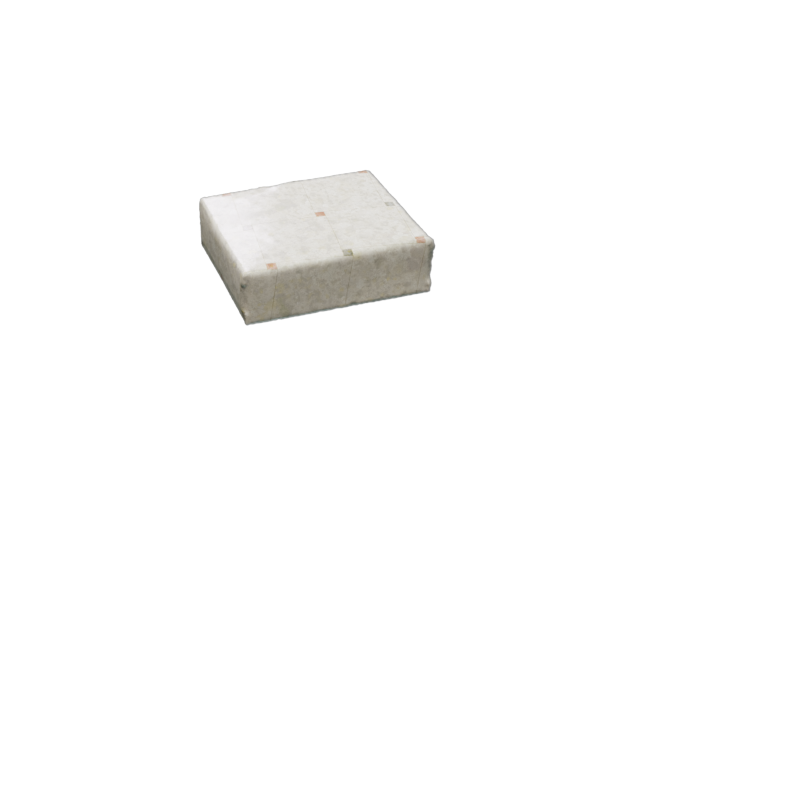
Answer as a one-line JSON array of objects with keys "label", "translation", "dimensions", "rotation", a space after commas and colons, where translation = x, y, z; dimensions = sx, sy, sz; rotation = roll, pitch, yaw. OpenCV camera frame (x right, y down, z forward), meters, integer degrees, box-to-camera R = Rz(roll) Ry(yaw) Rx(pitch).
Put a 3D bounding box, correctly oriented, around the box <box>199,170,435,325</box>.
[{"label": "box", "translation": [-0.039, -0.072, 0.503], "dimensions": [0.088, 0.028, 0.079], "rotation": [-13, 38, -17]}]
